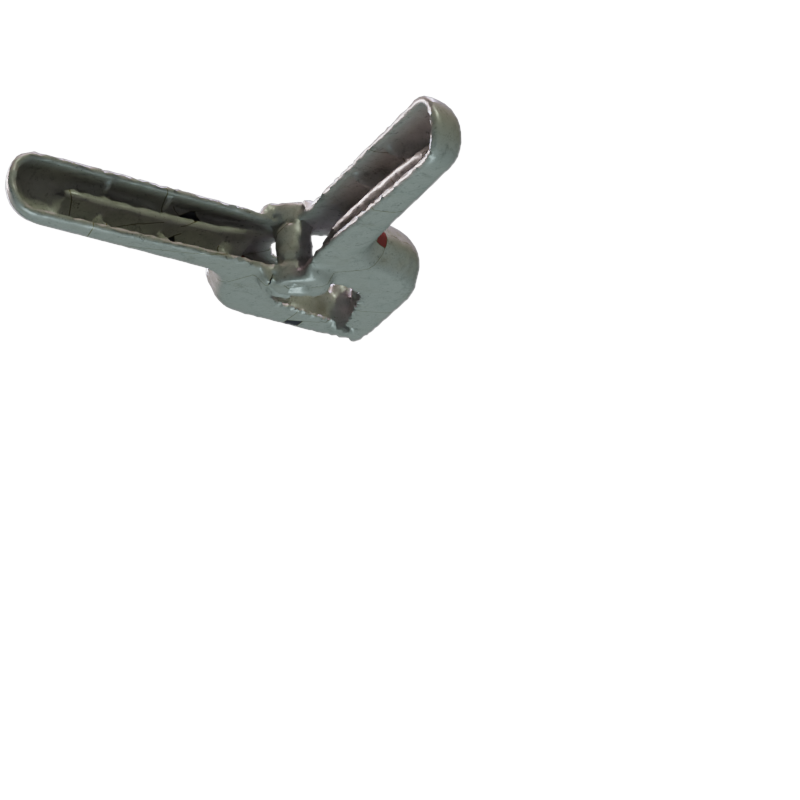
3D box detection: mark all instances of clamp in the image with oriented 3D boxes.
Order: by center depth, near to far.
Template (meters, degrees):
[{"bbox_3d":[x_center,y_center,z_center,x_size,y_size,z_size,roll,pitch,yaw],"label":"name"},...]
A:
[{"bbox_3d":[-0.036,-0.066,0.459,0.168,0.038,0.198,-5,-14,19],"label":"clamp"}]
